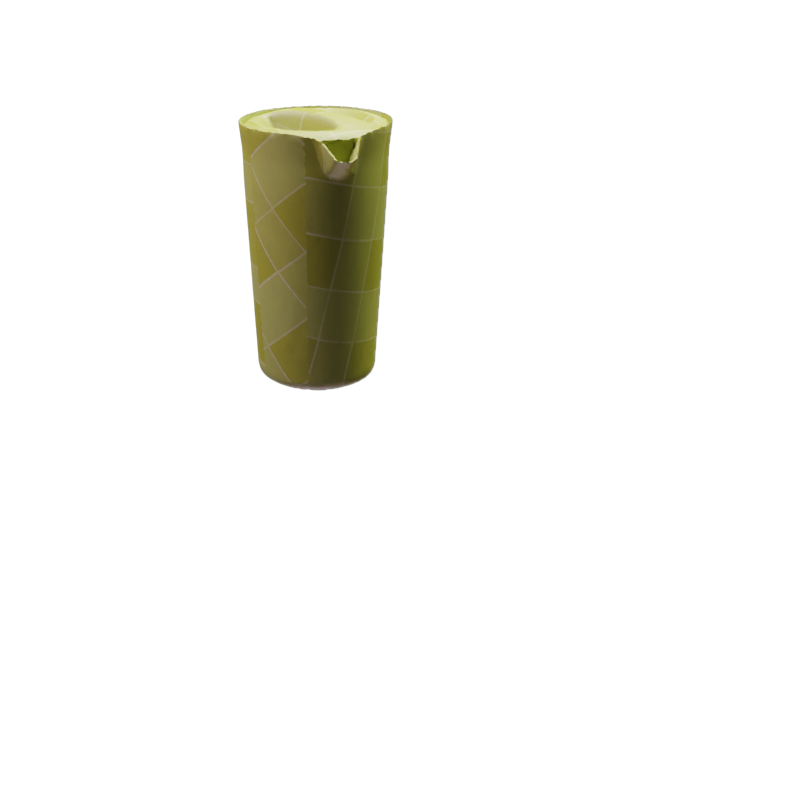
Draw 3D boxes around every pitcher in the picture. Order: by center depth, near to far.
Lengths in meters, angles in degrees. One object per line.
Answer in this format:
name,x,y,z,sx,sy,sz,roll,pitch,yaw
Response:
pitcher,-0.078,-0.143,1.000,0.150,0.233,0.150,10,22,22
